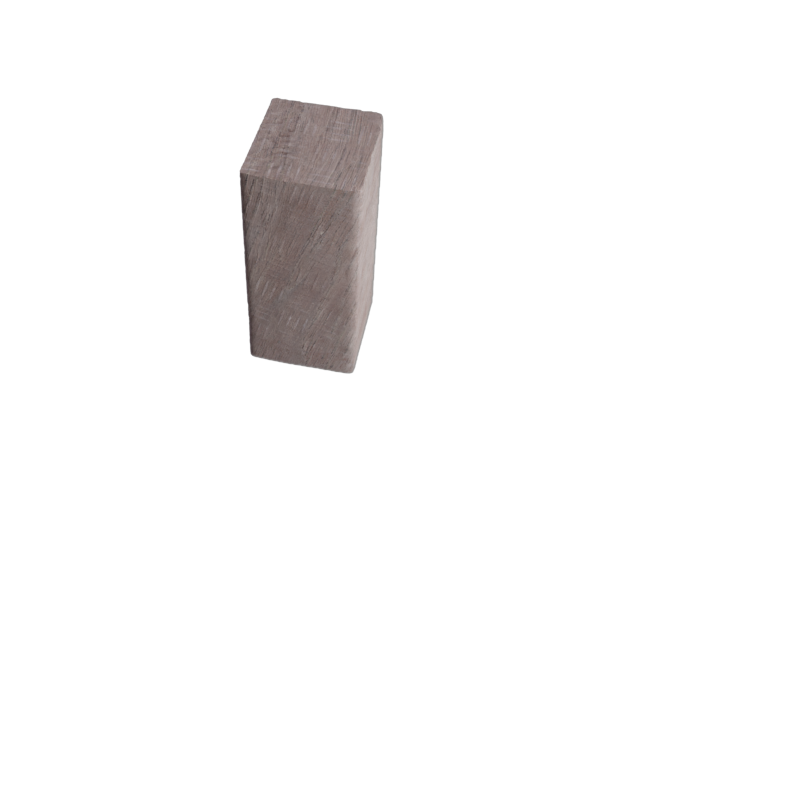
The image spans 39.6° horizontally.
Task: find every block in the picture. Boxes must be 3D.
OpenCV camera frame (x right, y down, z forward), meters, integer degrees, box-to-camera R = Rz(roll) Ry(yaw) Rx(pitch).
[{"bbox_3d":[-0.068,-0.125,0.874,0.091,0.096,0.192,11,-40,6],"label":"block"}]
